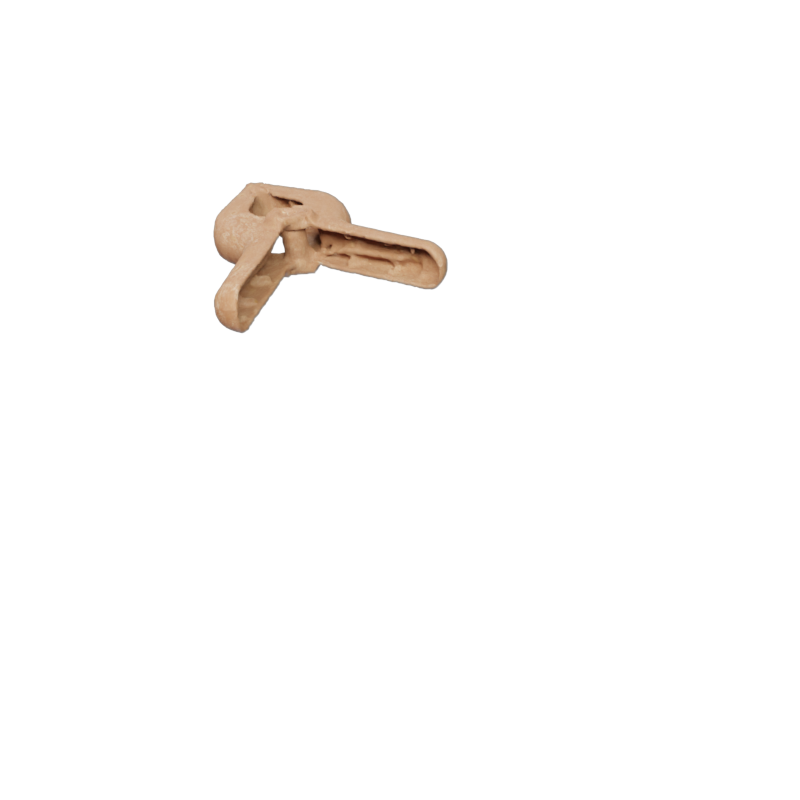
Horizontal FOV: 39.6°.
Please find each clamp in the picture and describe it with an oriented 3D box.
[{"bbox_3d":[-0.048,-0.088,0.614,0.119,0.037,0.183,-5,29,-10],"label":"clamp"}]
